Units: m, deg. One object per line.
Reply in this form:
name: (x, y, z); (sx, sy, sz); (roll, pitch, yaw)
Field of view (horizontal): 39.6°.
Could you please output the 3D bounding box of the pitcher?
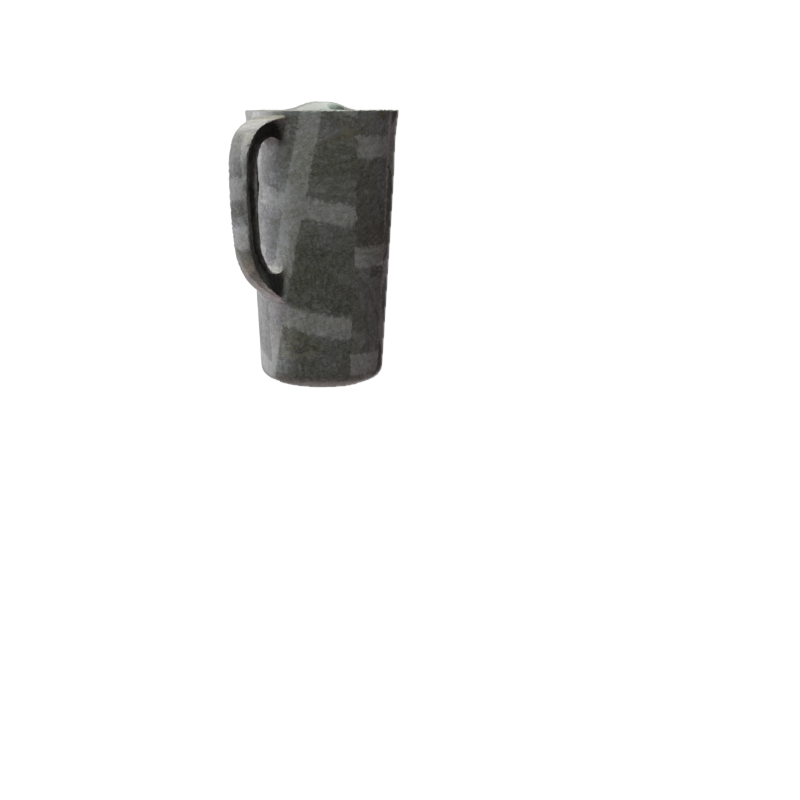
pitcher: (-0.076, -0.138, 0.968); (0.148, 0.239, 0.149); (-1, 9, -8)
